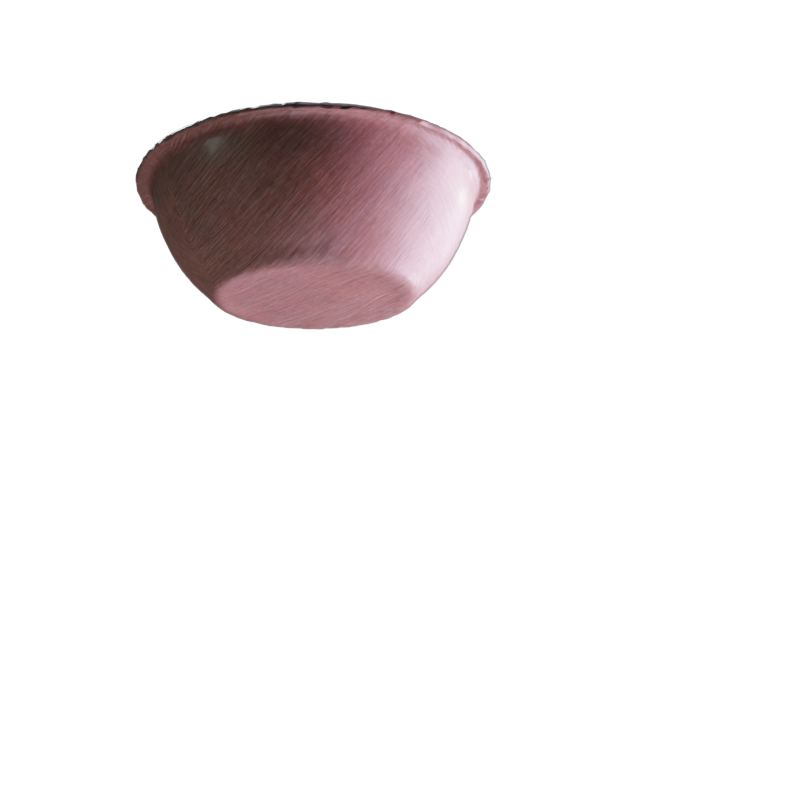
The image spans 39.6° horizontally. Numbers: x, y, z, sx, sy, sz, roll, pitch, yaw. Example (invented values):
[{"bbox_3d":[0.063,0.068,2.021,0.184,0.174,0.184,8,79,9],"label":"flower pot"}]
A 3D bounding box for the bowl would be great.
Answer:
[{"bbox_3d":[-0.039,-0.071,0.500,0.162,0.057,0.155,0,-16,-2],"label":"bowl"}]
